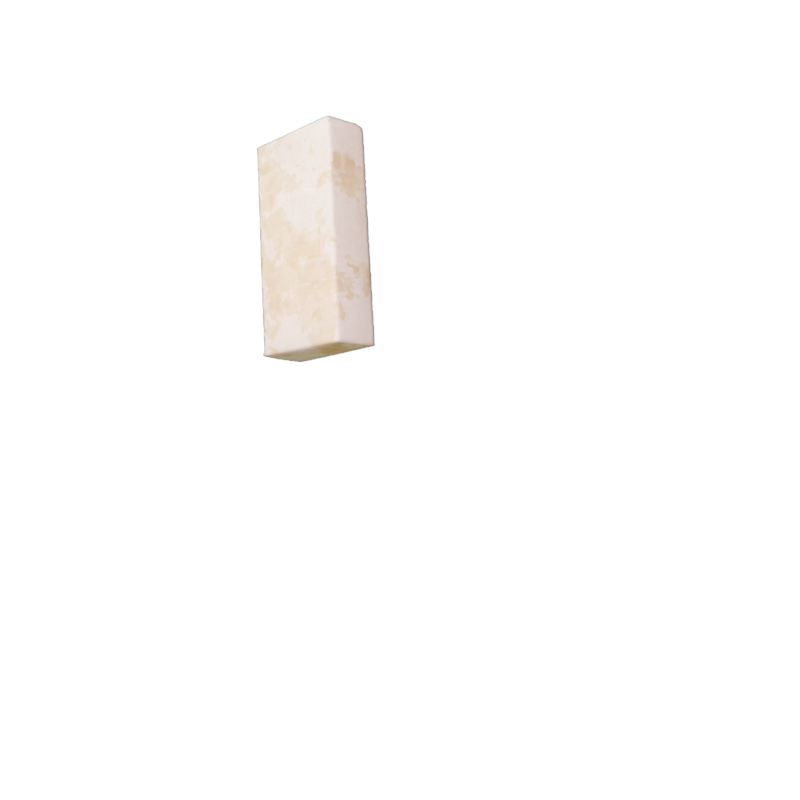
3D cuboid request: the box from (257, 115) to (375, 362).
[{"bbox_3d":[-0.068,-0.124,0.867,0.045,0.183,0.095,12,-19,-41],"label":"box"}]
